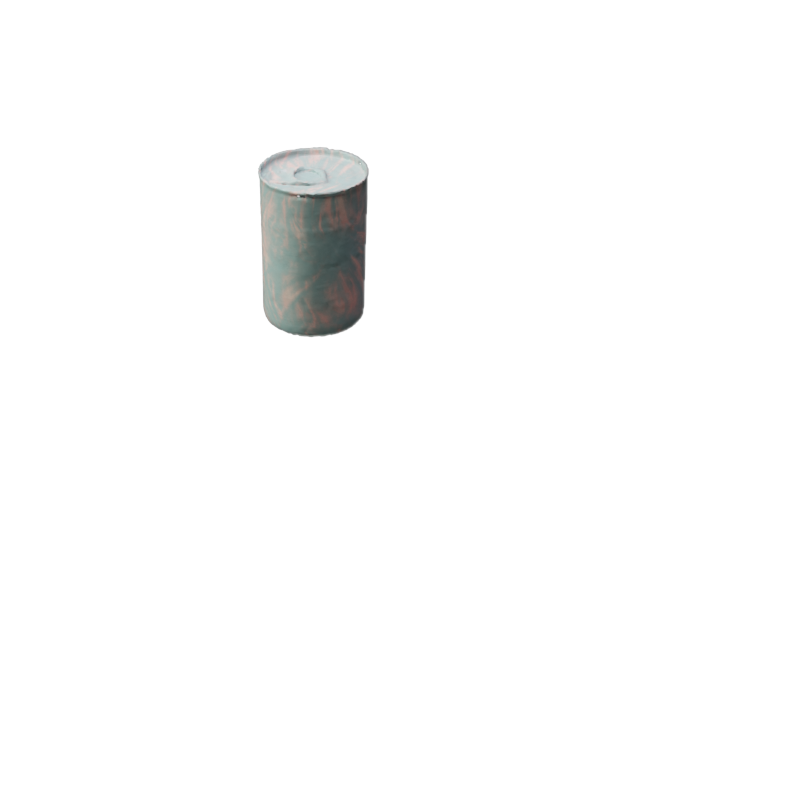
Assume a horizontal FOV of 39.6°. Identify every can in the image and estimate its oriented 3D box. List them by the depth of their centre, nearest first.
[{"bbox_3d":[-0.055,-0.100,0.702,0.068,0.096,0.073,0,32,-3],"label":"can"}]
